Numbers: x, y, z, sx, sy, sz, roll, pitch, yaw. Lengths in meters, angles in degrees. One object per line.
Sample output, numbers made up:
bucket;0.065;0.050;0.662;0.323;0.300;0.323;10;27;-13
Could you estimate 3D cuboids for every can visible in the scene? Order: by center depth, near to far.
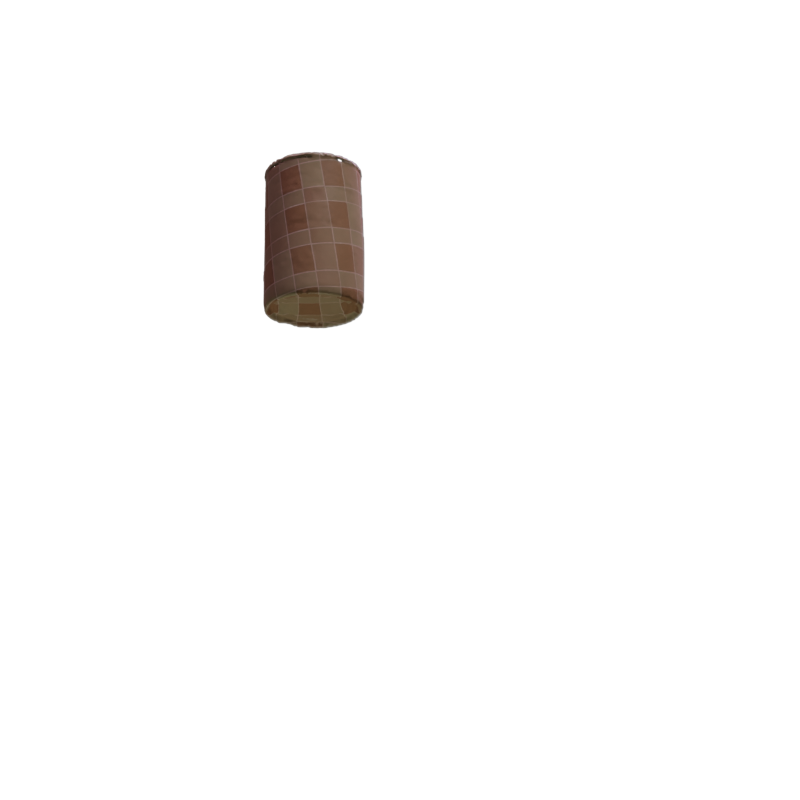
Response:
can;-0.059;-0.107;0.751;0.068;0.108;0.065;0;-22;-2
